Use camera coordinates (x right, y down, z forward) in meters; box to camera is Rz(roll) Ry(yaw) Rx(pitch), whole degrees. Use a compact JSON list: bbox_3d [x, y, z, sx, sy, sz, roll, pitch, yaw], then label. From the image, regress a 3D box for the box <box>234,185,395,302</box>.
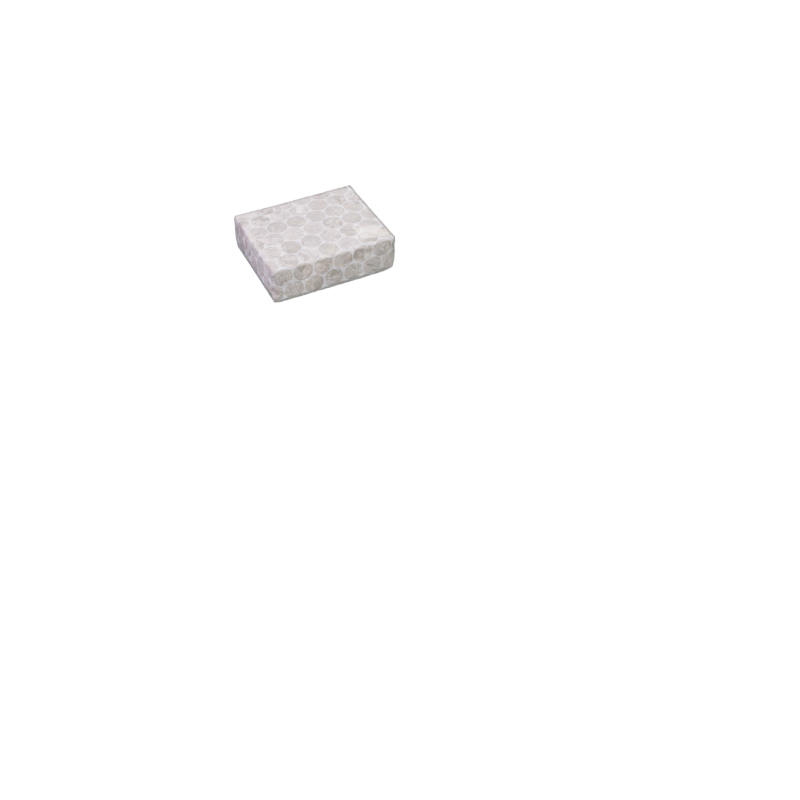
[{"bbox_3d":[-0.073,-0.134,0.938,0.112,0.036,0.097,-17,43,-19],"label":"box"}]
